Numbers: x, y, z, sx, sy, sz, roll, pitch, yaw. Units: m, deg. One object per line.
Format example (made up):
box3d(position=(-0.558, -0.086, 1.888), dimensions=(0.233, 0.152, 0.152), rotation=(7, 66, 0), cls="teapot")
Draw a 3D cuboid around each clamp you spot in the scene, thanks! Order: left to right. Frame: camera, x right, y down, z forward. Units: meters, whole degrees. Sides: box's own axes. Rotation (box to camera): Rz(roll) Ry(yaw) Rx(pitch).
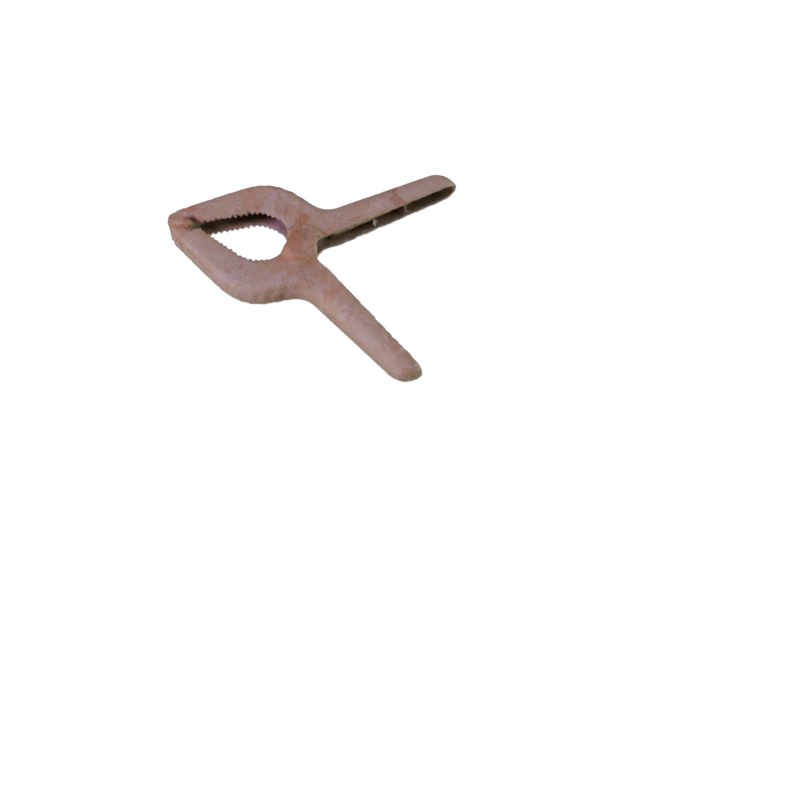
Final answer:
box3d(position=(-0.064, -0.116, 0.814), dimensions=(0.213, 0.171, 0.034), rotation=(17, -26, 8), cls="clamp")
